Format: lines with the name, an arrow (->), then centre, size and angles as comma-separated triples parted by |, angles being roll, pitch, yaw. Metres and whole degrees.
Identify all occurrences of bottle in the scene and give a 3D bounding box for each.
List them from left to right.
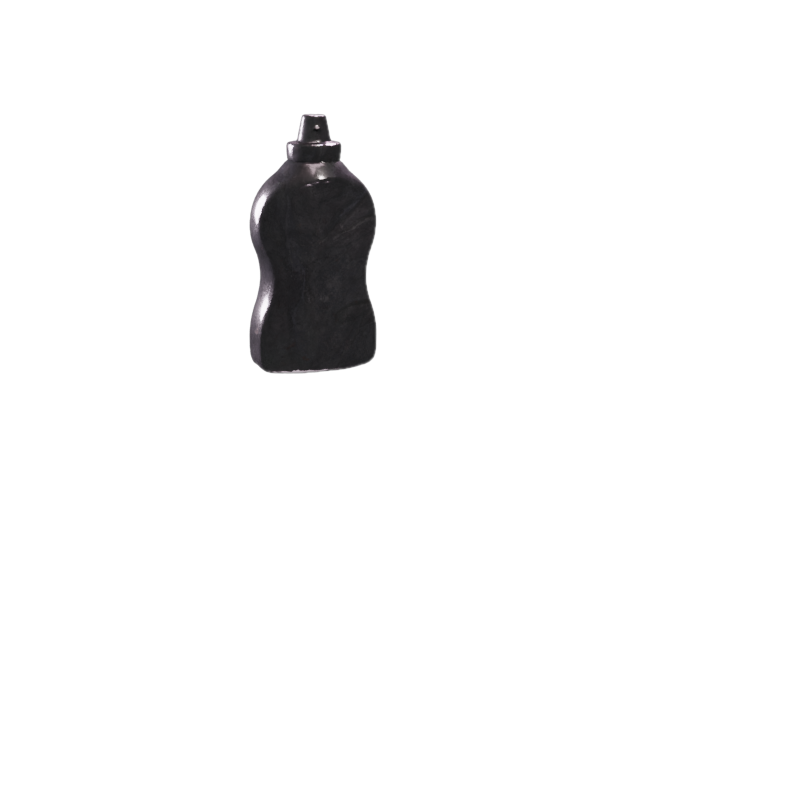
bottle -> -0.065, -0.120, 0.838 | 0.094, 0.187, 0.061 | -3, 11, -20
